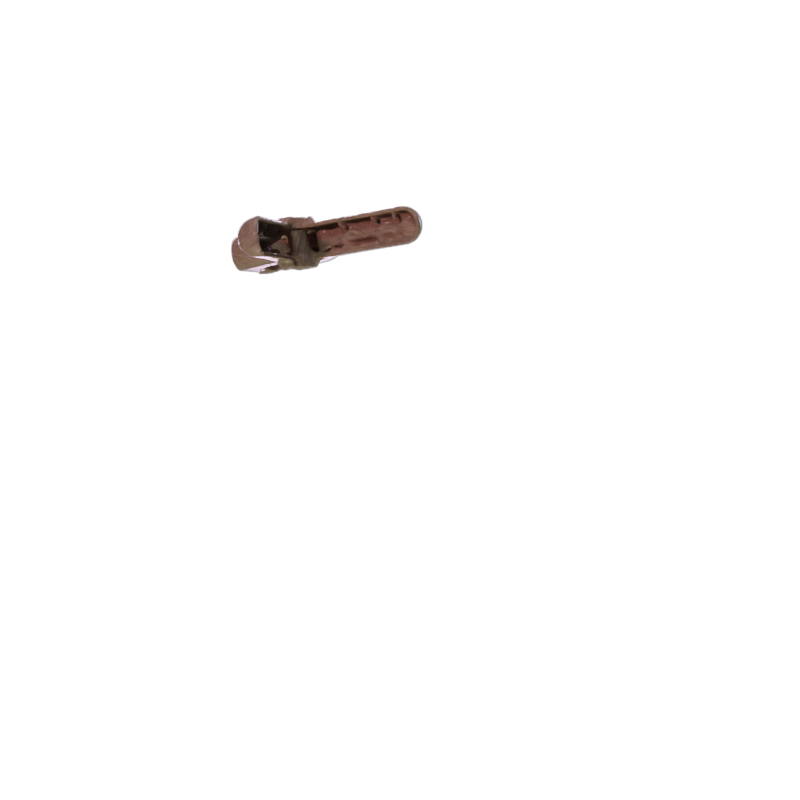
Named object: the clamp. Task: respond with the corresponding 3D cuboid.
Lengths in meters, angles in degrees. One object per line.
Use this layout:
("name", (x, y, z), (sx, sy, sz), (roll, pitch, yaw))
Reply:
("clamp", (-0.059, -0.108, 0.758), (0.118, 0.039, 0.174), (-1, 4, -13))
